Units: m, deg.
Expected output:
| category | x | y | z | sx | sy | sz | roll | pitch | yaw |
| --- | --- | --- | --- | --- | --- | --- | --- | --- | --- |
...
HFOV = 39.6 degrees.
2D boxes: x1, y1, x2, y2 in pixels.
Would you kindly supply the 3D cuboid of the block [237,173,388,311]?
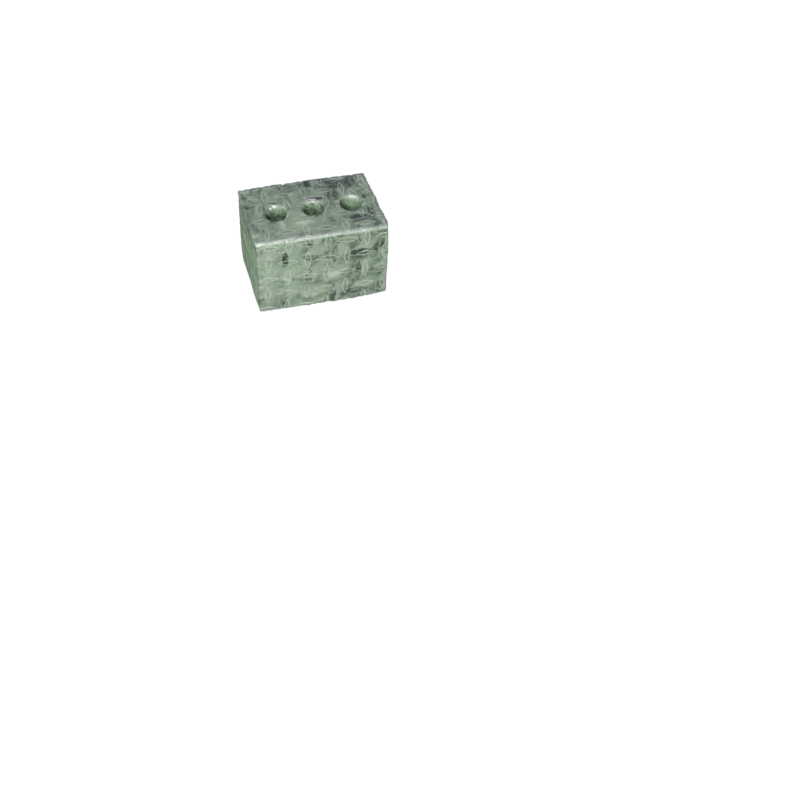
| category | x | y | z | sx | sy | sz | roll | pitch | yaw |
| --- | --- | --- | --- | --- | --- | --- | --- | --- | --- |
| block | -0.050 | -0.091 | 0.639 | 0.077 | 0.048 | 0.057 | -10 | 44 | -12 |
